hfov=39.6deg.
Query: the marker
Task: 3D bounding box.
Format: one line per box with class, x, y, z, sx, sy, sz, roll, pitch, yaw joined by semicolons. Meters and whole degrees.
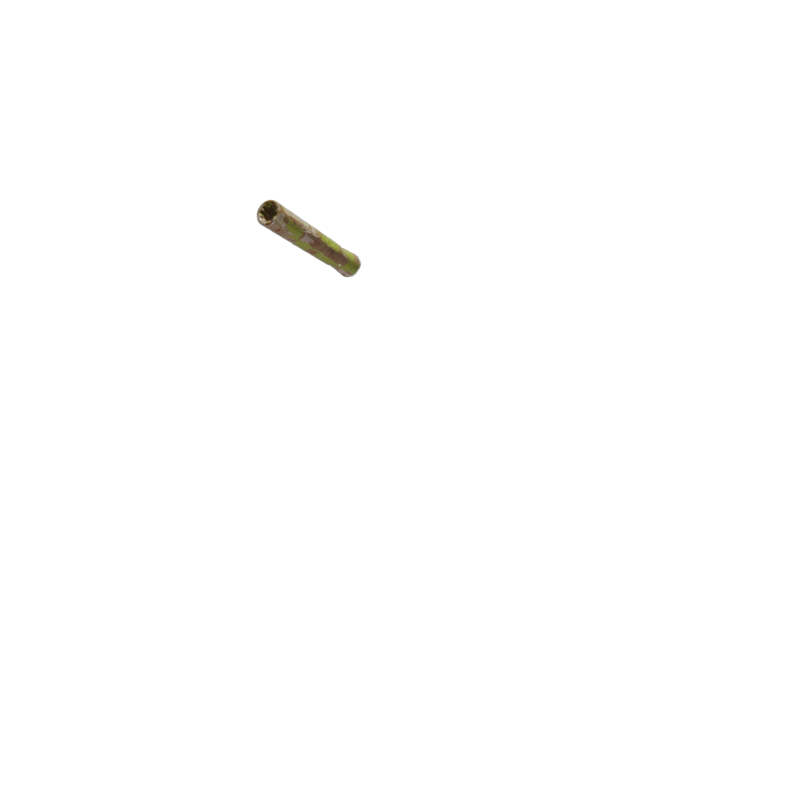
marker;-0.062;-0.112;0.787;0.020;0.020;0.113;3;-12;30
